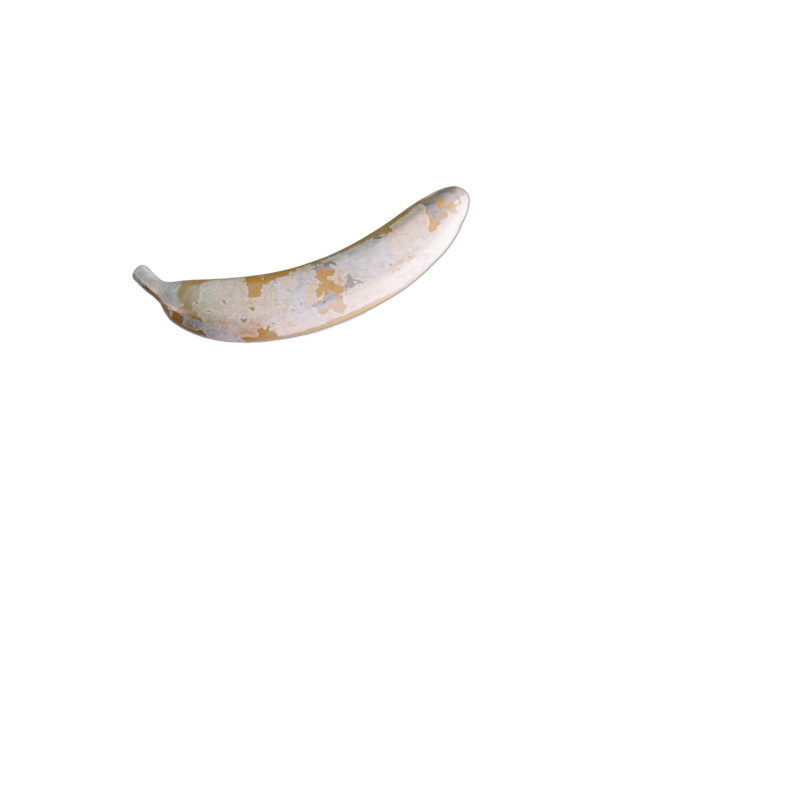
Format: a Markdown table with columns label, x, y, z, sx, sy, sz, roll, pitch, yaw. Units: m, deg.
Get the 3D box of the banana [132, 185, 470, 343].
| label | x | y | z | sx | sy | sz | roll | pitch | yaw |
| --- | --- | --- | --- | --- | --- | --- | --- | --- | --- |
| banana | -0.047 | -0.071 | 0.614 | 0.197 | 0.074 | 0.035 | -14 | -25 | -7 |
